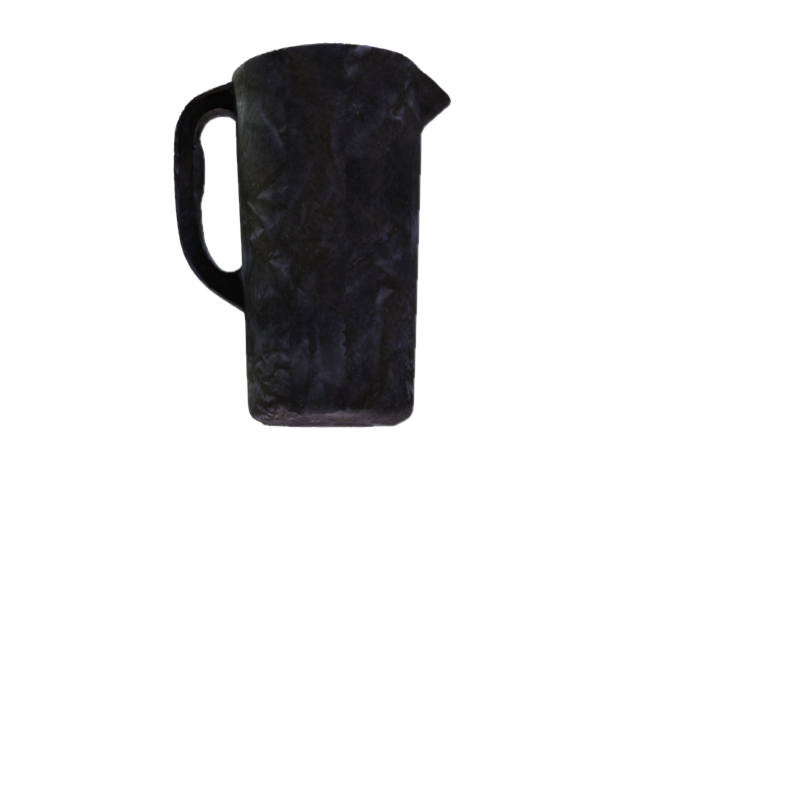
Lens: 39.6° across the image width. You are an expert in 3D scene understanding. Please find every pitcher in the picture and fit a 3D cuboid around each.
[{"bbox_3d":[-0.058,-0.106,0.742,0.138,0.249,0.153,8,-13,-44],"label":"pitcher"}]
